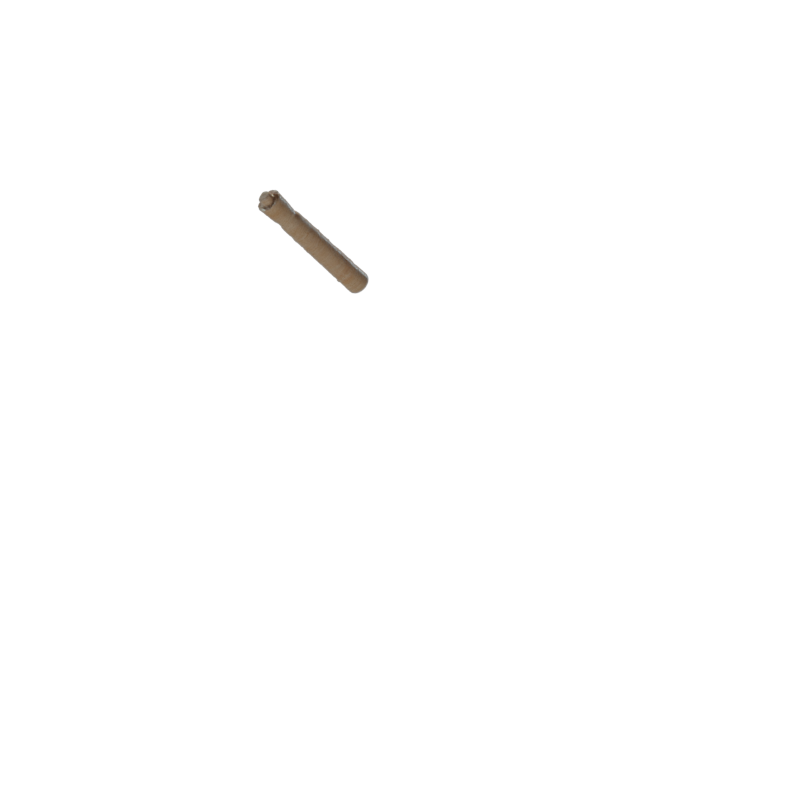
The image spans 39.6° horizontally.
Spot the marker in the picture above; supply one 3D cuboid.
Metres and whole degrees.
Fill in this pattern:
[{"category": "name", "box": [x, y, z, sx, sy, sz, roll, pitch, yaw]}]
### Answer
[{"category": "marker", "box": [-0.064, -0.118, 0.823, 0.021, 0.020, 0.112, 3, -27, 43]}]
